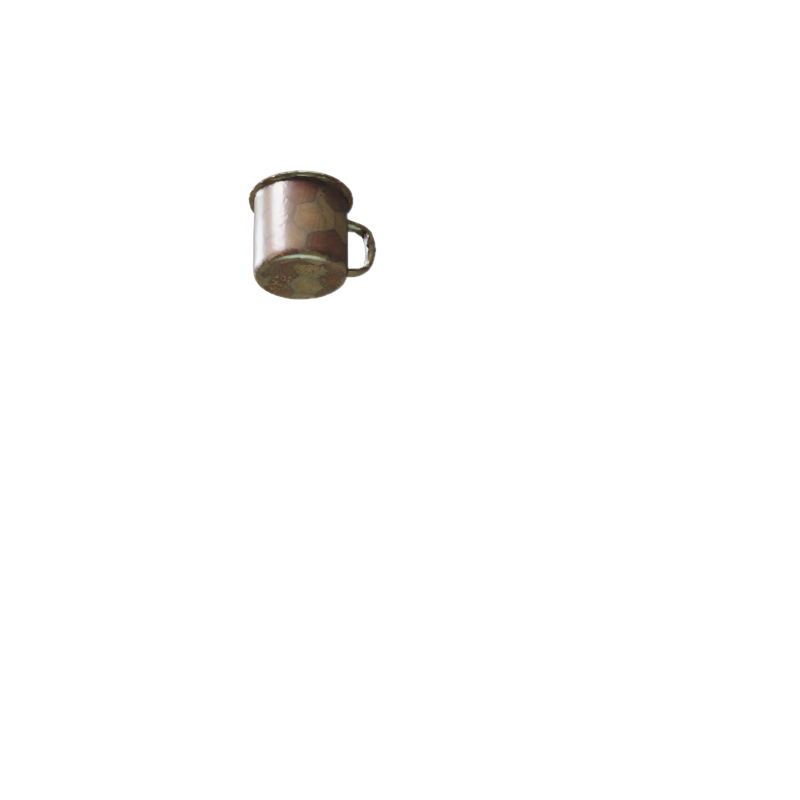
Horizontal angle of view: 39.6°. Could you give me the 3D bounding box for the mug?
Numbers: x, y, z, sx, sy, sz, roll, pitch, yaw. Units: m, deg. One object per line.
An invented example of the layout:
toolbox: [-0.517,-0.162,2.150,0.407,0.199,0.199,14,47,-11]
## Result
mug: [-0.076,-0.138,0.966,0.113,0.087,0.091,12,-30,-24]
